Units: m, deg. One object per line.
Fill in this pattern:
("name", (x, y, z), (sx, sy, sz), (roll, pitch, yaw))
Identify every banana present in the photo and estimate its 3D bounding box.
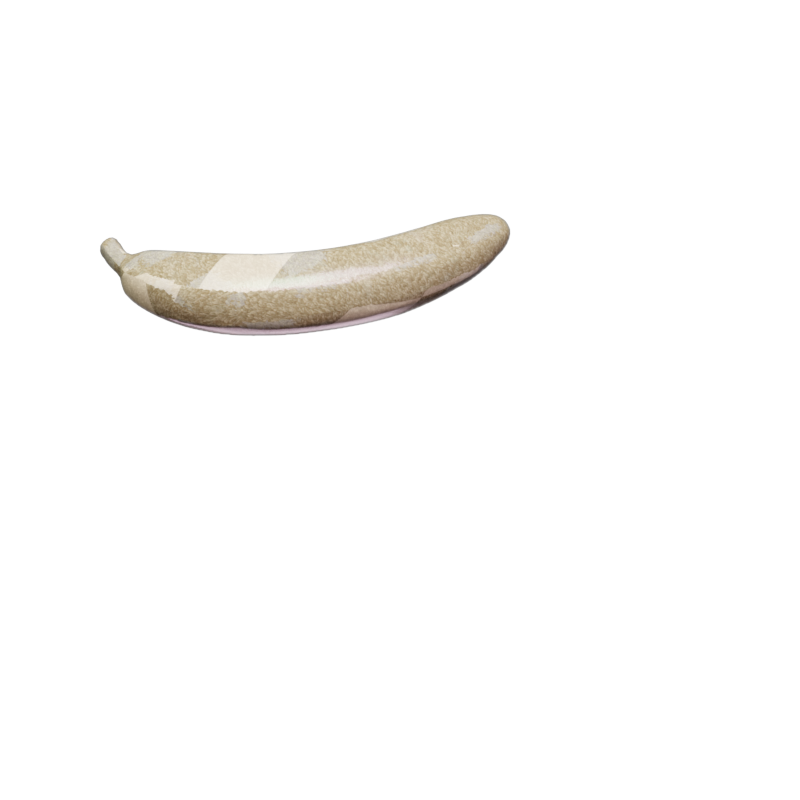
("banana", (-0.043, -0.060, 0.510), (0.197, 0.075, 0.034), (-2, -42, -2))
